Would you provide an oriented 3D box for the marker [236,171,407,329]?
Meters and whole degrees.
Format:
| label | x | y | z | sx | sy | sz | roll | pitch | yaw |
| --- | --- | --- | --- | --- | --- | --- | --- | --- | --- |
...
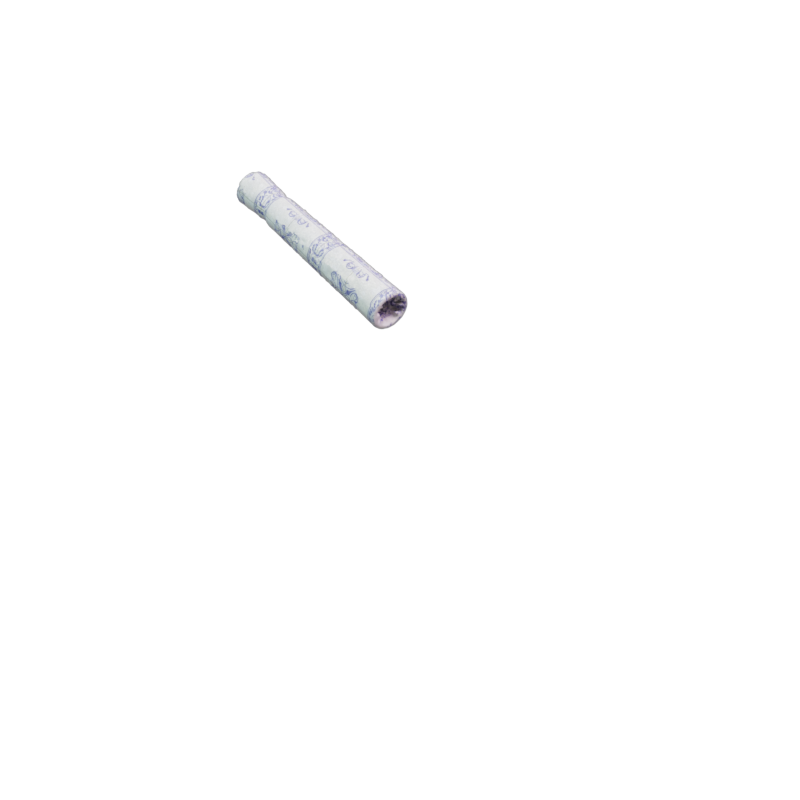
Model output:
| label | x | y | z | sx | sy | sz | roll | pitch | yaw |
| --- | --- | --- | --- | --- | --- | --- | --- | --- | --- |
| marker | -0.040 | -0.073 | 0.511 | 0.019 | 0.019 | 0.130 | -3 | 35 | -40 |
